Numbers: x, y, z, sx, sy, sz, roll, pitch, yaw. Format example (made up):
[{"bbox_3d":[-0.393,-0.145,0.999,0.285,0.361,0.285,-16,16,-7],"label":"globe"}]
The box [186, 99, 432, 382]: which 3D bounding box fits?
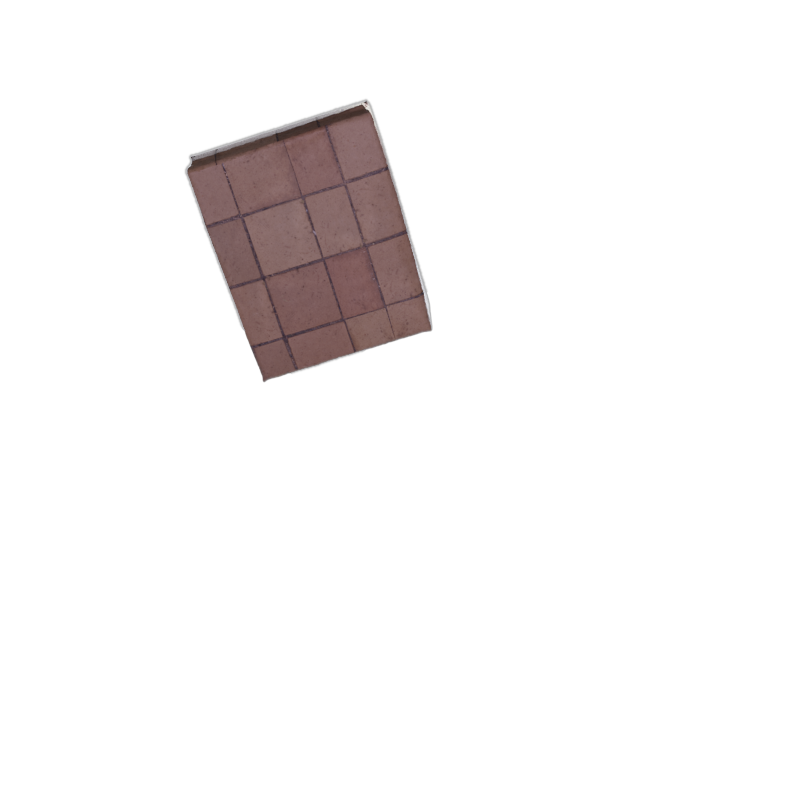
[{"bbox_3d":[-0.041,-0.075,0.526,0.090,0.109,0.040,-16,16,4],"label":"box"}]
